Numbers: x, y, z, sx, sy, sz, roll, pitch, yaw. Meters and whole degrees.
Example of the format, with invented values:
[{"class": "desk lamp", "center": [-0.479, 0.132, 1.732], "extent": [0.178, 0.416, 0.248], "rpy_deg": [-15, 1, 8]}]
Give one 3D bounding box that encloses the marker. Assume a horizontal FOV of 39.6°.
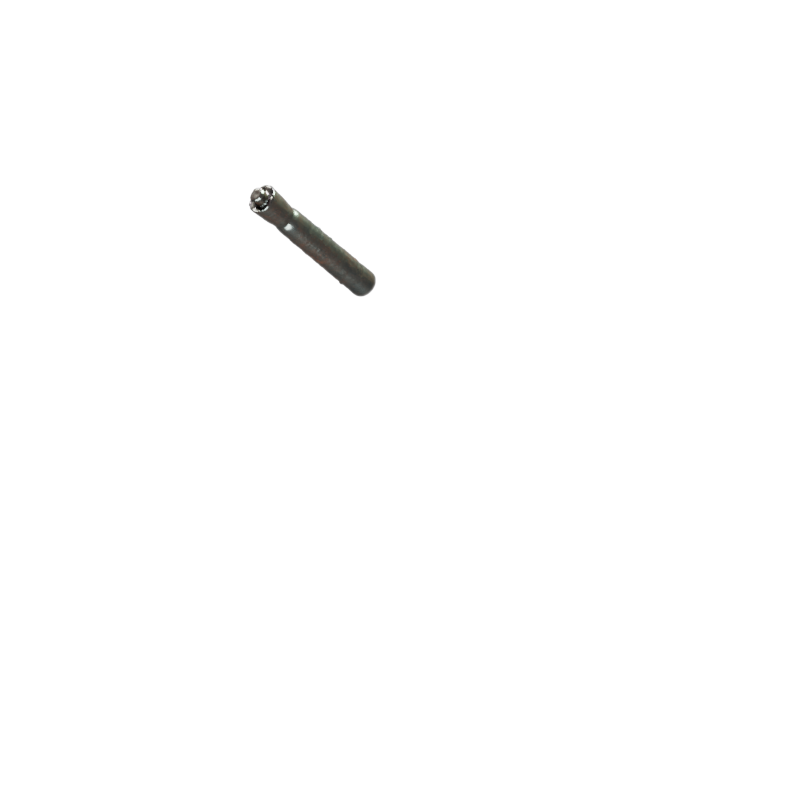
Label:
[{"class": "marker", "center": [-0.055, -0.100, 0.698], "extent": [0.021, 0.020, 0.112], "rpy_deg": [3, -22, 38]}]
